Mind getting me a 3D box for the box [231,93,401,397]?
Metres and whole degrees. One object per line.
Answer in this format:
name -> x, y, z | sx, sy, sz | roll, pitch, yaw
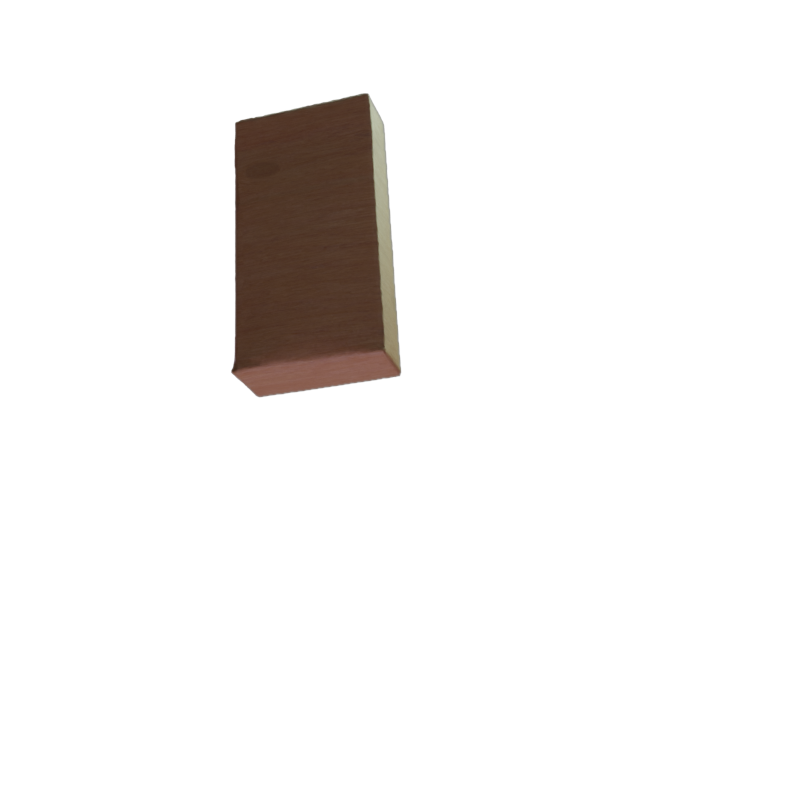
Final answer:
box -> -0.052, -0.096, 0.674 | 0.094, 0.187, 0.044 | -10, -29, 14
